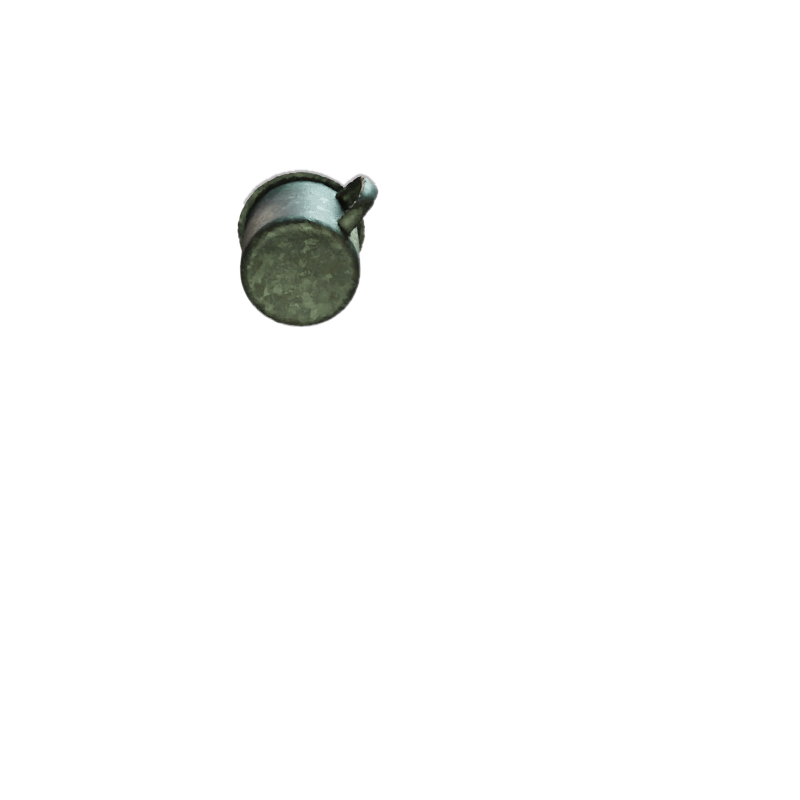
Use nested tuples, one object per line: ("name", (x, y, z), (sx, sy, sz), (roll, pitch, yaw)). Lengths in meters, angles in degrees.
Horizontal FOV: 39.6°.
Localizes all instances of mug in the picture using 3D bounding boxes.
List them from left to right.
("mug", (-0.060, -0.110, 0.771), (0.116, 0.089, 0.086), (-38, 22, 15))
